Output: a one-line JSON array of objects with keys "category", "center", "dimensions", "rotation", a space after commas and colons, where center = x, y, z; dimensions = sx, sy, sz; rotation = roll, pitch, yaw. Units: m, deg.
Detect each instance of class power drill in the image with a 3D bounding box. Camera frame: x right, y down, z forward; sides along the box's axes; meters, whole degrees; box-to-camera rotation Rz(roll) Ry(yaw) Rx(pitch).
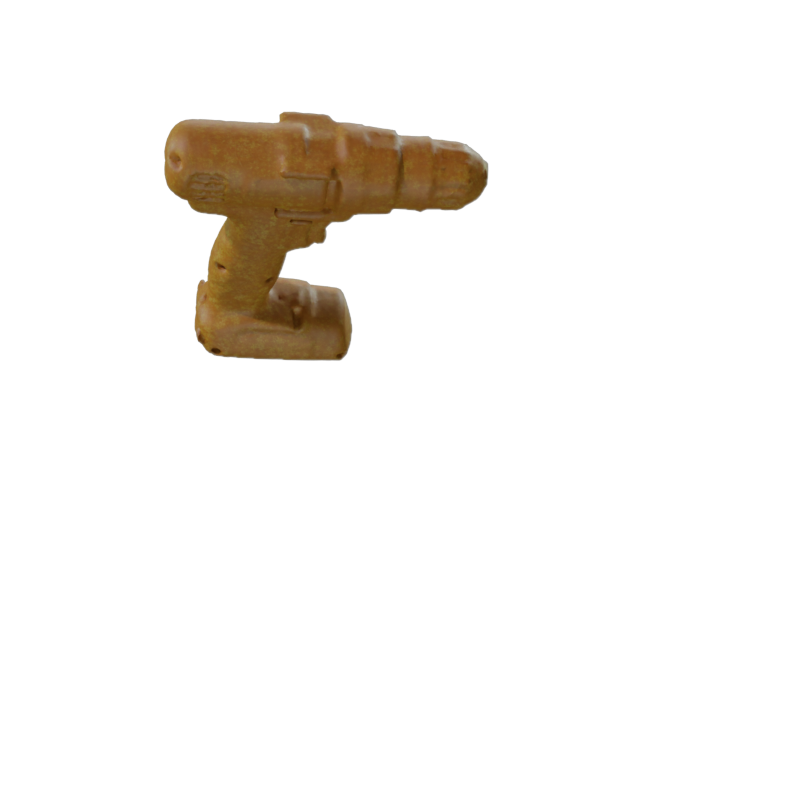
[{"category": "power drill", "center": [-0.053, -0.097, 0.681], "dimensions": [0.183, 0.061, 0.177], "rotation": [5, -37, -7]}]
